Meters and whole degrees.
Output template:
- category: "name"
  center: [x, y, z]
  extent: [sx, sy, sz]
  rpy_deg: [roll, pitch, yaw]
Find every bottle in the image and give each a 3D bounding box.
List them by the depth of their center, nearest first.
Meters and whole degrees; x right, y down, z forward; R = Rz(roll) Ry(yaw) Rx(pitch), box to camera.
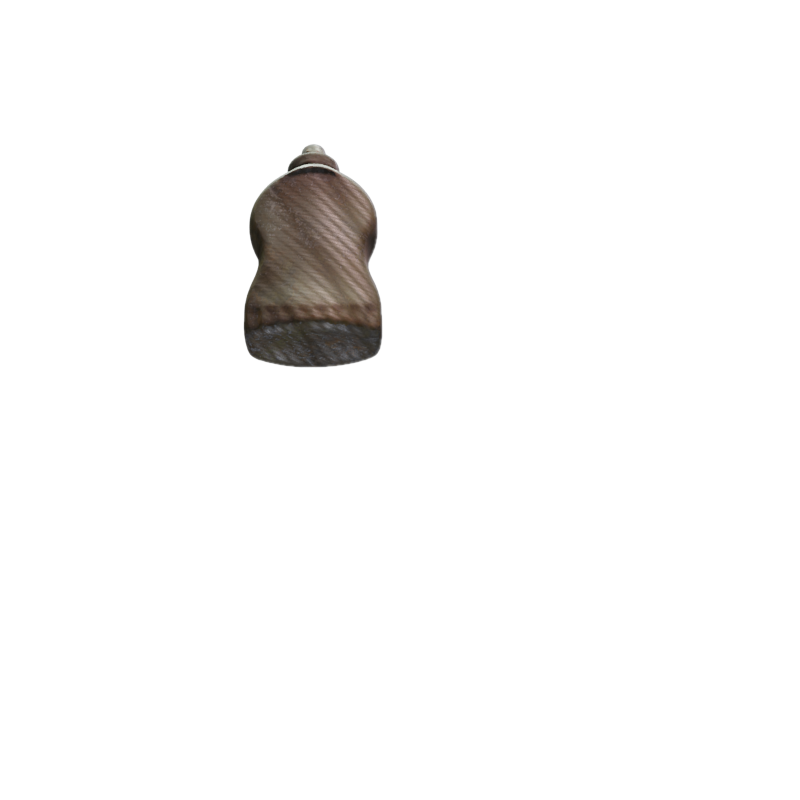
- category: "bottle"
  center: [-0.065, -0.117, 0.824]
  extent: [0.096, 0.205, 0.054]
  rpy_deg: [-3, -37, 0]
